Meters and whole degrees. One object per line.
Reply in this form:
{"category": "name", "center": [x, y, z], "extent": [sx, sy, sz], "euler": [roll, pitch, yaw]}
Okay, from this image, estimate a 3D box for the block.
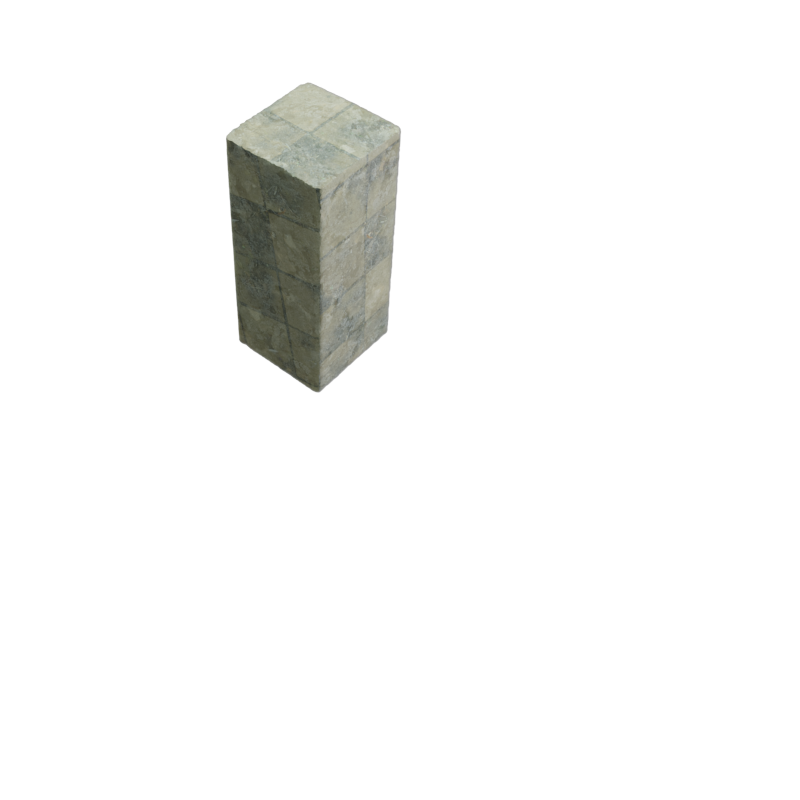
{"category": "block", "center": [-0.065, -0.119, 0.831], "extent": [0.095, 0.192, 0.092], "euler": [32, 53, 24]}
